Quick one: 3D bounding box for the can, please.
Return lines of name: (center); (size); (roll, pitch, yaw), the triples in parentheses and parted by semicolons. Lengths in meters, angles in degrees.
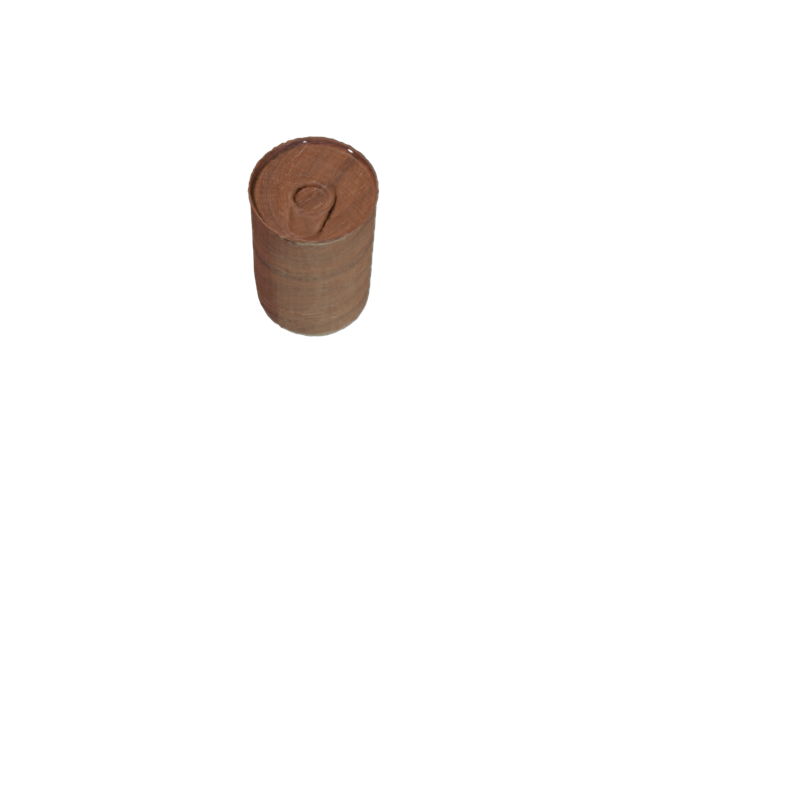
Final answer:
can: (-0.048, -0.088, 0.614); (0.068, 0.073, 0.096); (0, -29, -3)
